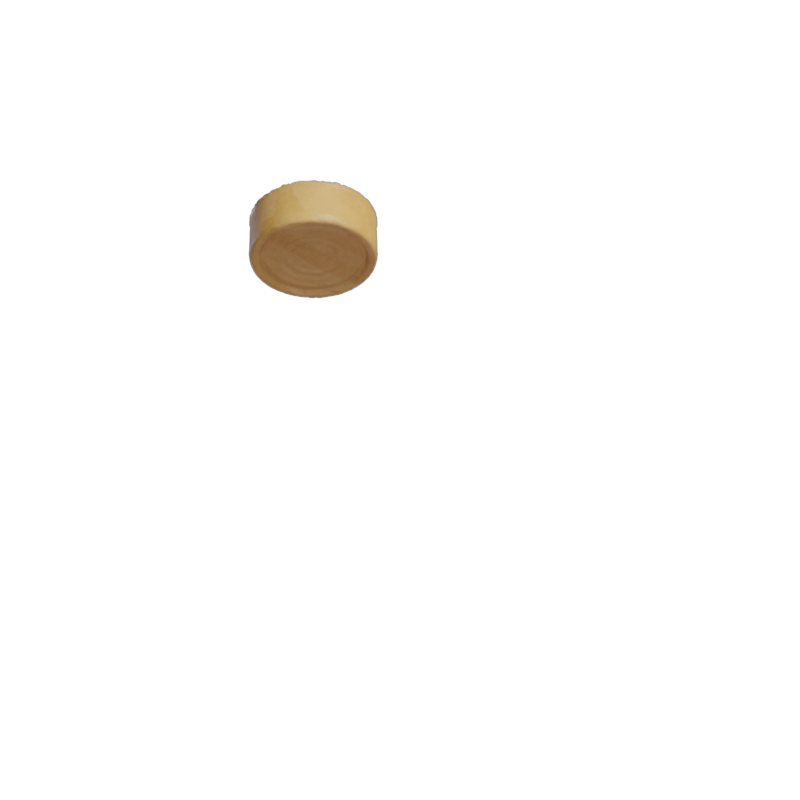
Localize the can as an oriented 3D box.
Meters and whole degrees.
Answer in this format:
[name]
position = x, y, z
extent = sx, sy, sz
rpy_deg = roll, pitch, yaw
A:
[can]
position = -0.057, -0.104, 0.730
extent = 0.086, 0.036, 0.080
rpy_deg = 1, -34, -2
